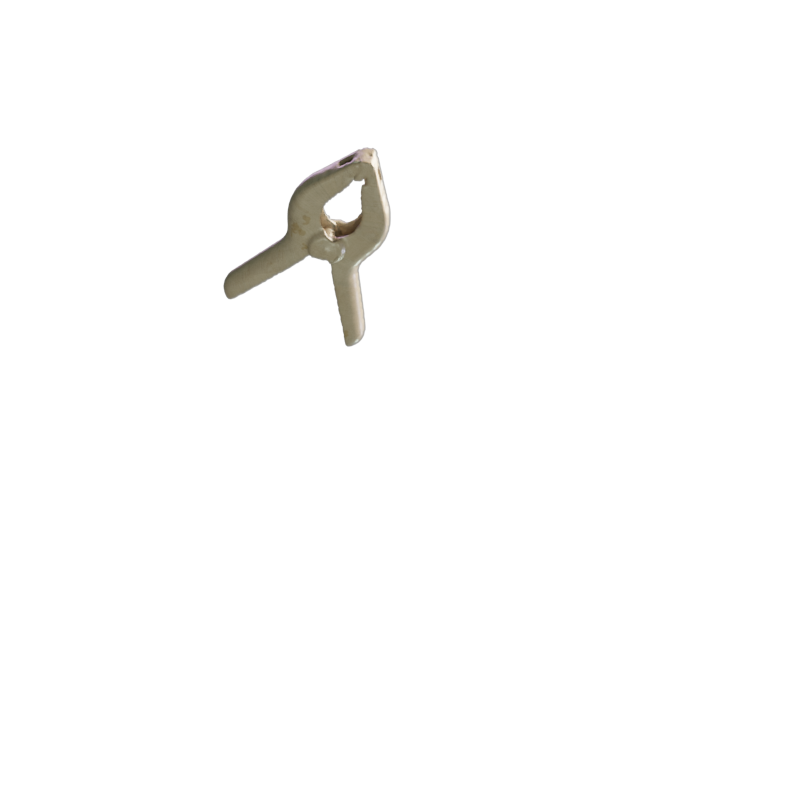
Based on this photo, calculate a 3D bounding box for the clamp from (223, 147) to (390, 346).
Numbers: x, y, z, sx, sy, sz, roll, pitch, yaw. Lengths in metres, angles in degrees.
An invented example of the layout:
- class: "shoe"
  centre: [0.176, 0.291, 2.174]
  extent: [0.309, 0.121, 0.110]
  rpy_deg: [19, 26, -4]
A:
- class: "clamp"
  centre: [-0.068, -0.123, 0.864]
  extent: [0.118, 0.163, 0.042]
  rpy_deg: [13, 31, -8]
